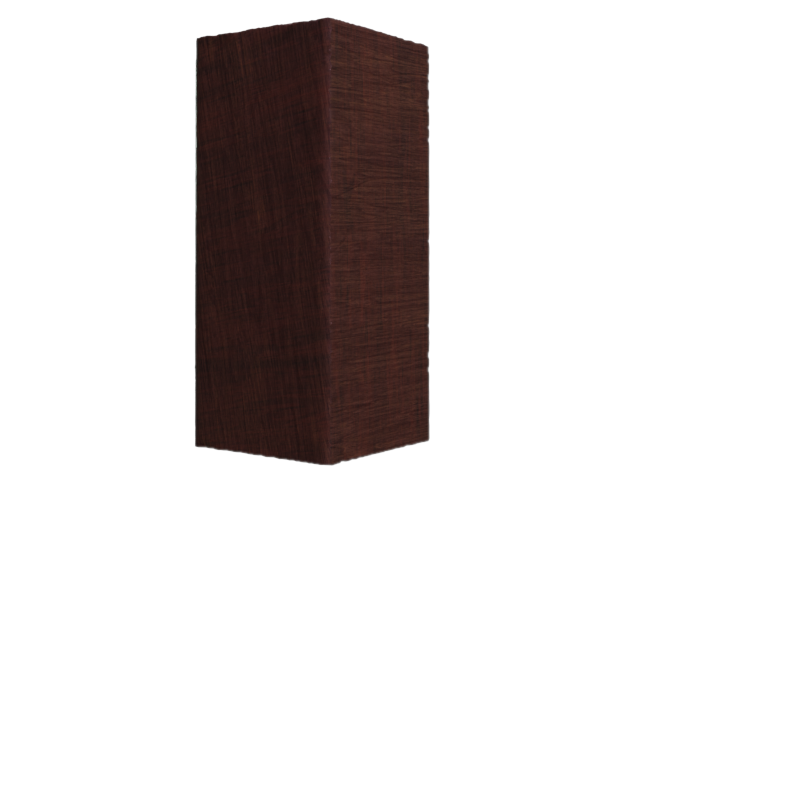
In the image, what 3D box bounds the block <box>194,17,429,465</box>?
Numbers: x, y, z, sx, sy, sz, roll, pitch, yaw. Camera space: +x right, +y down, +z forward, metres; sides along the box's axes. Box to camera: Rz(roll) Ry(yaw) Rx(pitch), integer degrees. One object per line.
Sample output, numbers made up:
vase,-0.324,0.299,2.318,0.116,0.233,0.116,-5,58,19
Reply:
block,-0.045,-0.081,0.569,0.093,0.206,0.087,0,1,35
